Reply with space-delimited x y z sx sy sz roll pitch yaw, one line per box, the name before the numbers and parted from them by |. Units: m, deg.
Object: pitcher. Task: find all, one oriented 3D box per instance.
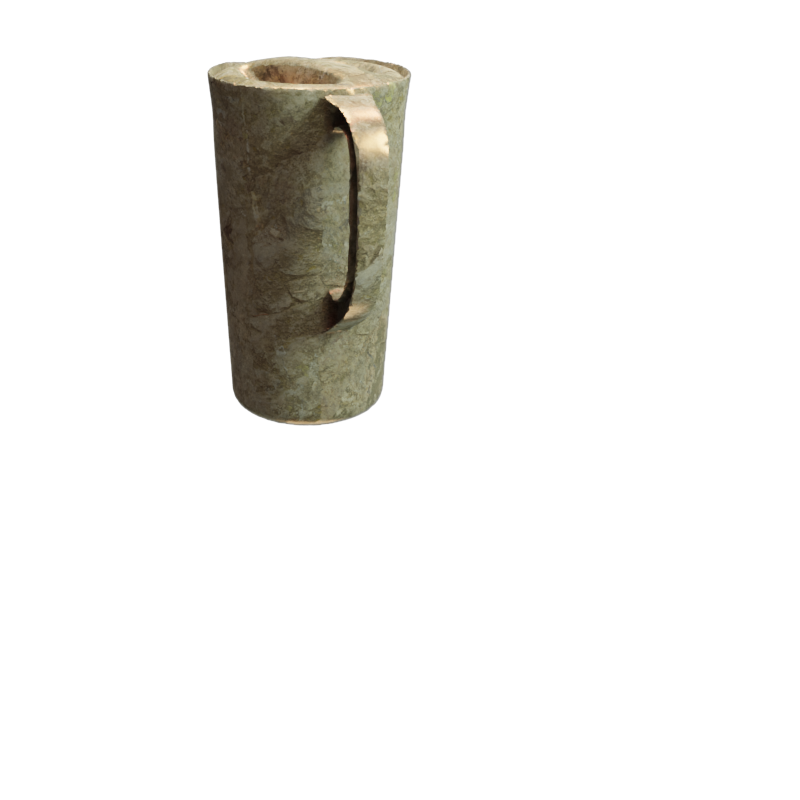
pitcher | -0.059 -0.107 0.750 0.149 0.233 0.151 8 21 18
